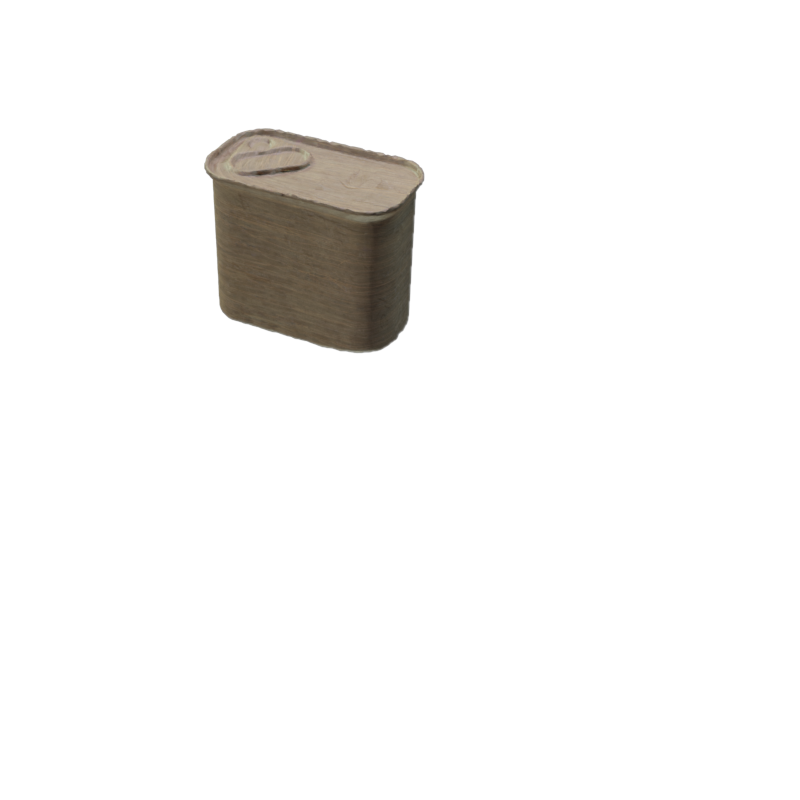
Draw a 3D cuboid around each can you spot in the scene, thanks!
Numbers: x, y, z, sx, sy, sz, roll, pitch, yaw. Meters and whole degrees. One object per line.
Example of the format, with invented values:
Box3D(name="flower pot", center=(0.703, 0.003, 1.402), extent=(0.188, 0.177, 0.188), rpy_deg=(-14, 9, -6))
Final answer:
Box3D(name="can", center=(-0.043, -0.077, 0.542), extent=(0.106, 0.078, 0.059), rpy_deg=(17, 38, 20))
